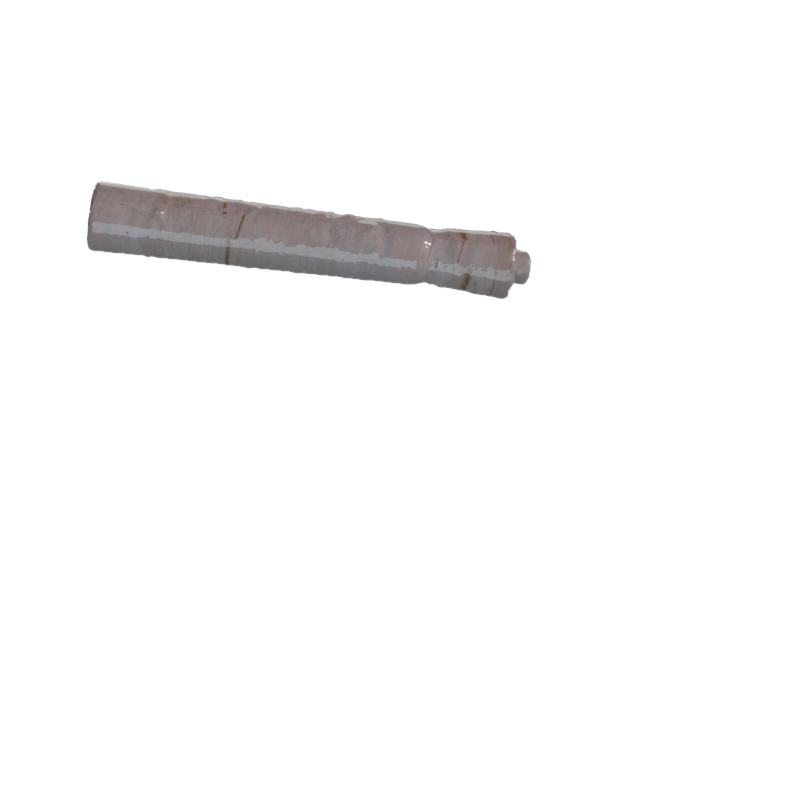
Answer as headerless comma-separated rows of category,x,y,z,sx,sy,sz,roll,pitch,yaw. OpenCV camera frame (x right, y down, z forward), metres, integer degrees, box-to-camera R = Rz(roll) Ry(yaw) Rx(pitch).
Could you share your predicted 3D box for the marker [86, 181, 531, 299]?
marker,-0.024,-0.043,0.305,0.120,0.020,0.020,6,3,-5
